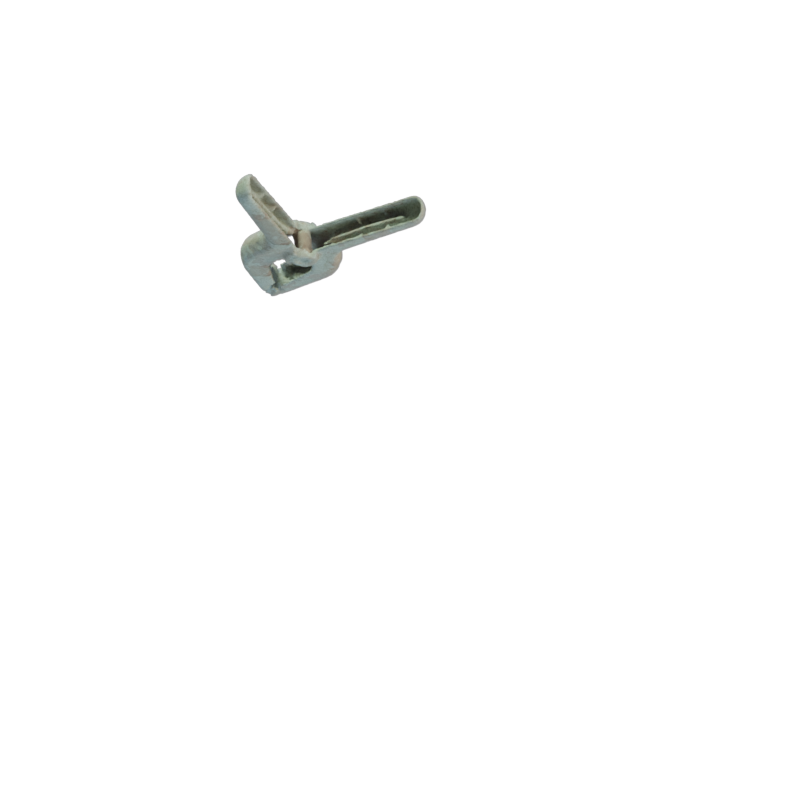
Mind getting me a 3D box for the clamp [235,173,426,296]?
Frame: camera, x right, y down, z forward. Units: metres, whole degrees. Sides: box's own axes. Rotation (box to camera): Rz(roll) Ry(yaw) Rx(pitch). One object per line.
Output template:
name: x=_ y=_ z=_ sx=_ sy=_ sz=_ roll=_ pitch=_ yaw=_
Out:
clamp: x=-0.078 y=-0.142 z=0.998 sx=0.162 sy=0.038 sz=0.204 roll=4 pitch=-18 yaw=-13
